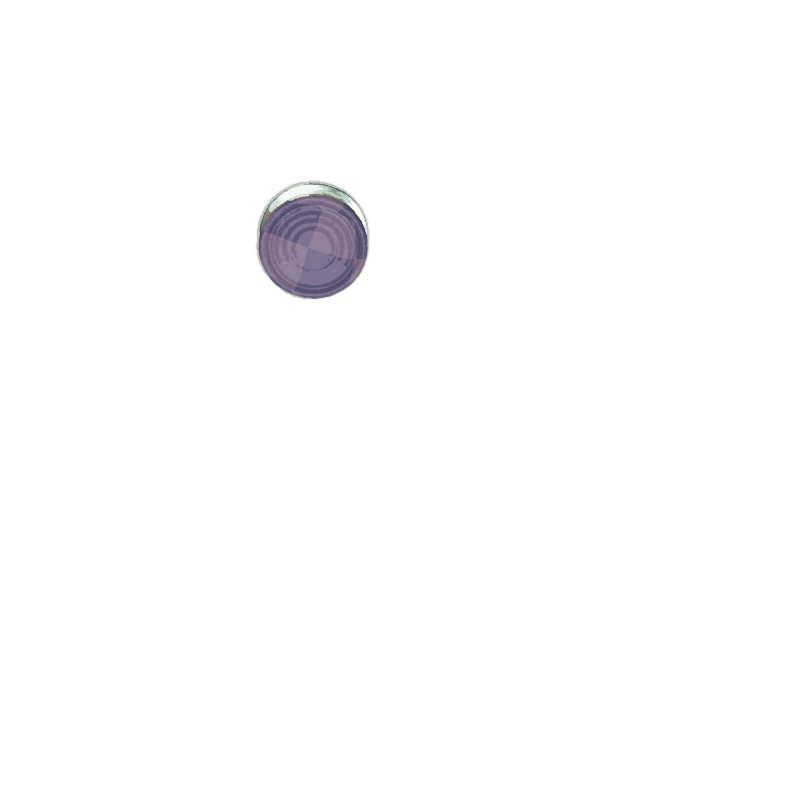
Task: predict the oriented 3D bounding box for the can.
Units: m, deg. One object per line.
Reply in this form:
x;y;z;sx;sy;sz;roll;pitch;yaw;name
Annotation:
-0.067;-0.122;0.852;0.086;0.082;0.035;0;21;-1;can
